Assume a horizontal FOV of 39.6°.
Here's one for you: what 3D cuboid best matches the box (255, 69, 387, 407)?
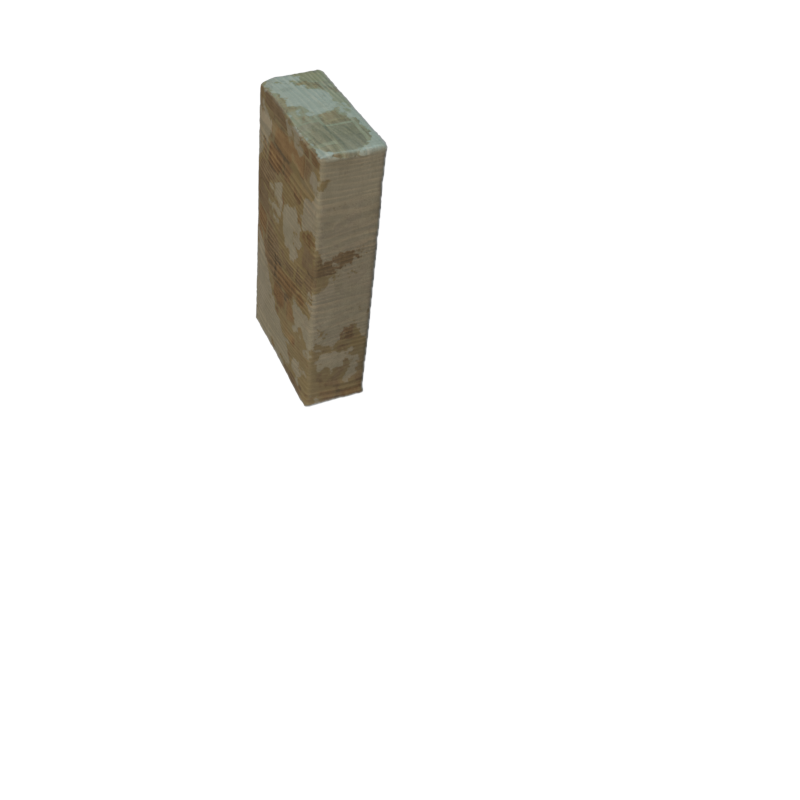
[{"bbox_3d":[-0.051,-0.092,0.646,0.047,0.164,0.101,-14,43,-20],"label":"box"}]
